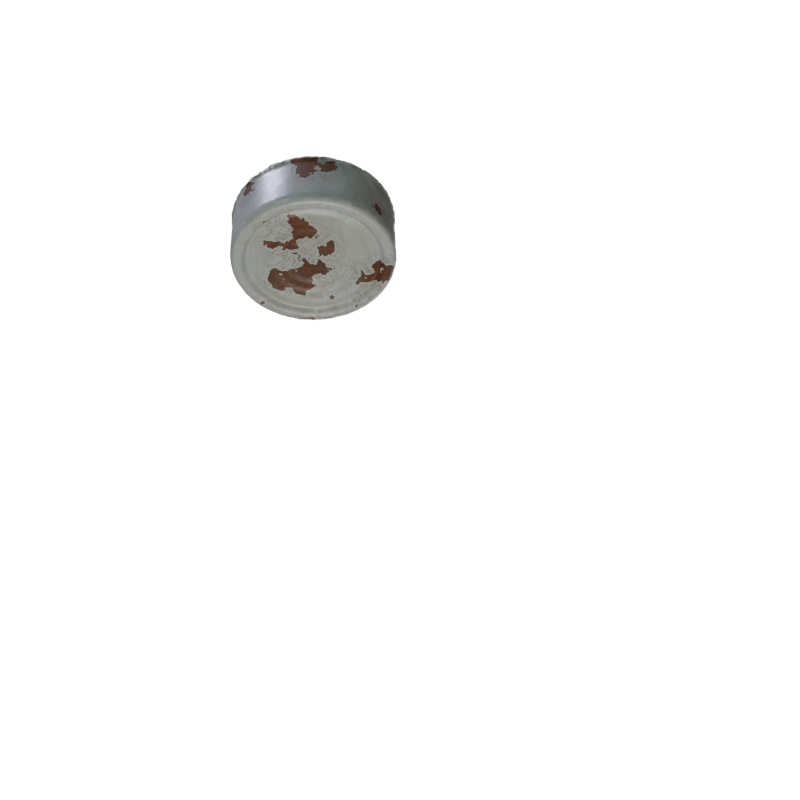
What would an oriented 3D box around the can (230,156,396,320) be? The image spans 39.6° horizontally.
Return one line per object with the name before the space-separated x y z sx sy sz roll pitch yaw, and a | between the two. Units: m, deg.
can | -0.045 -0.081 0.570 0.086 0.036 0.080 1 -45 -1
